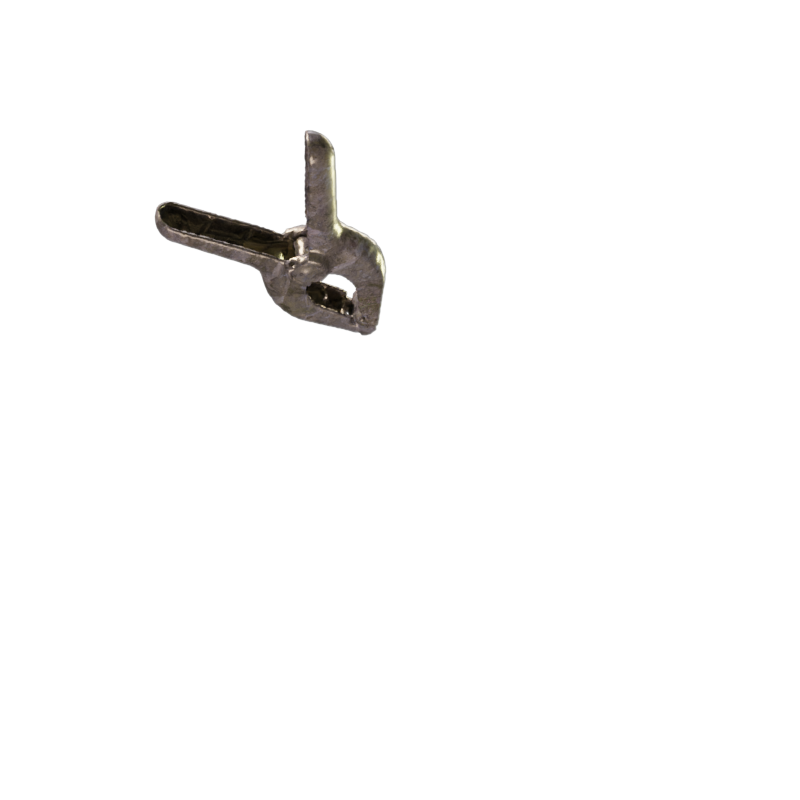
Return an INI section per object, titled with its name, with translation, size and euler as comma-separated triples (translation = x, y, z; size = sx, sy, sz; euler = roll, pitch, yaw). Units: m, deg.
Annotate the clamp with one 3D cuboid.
[clamp]
translation = -0.054, -0.099, 0.692
size = 0.121, 0.042, 0.160
euler = -23, -38, 32
